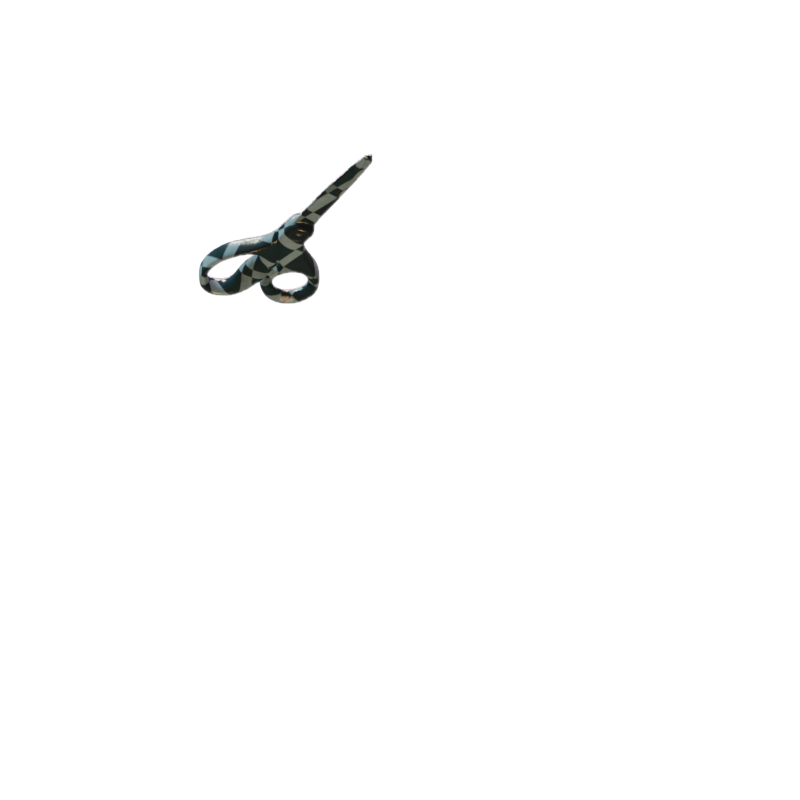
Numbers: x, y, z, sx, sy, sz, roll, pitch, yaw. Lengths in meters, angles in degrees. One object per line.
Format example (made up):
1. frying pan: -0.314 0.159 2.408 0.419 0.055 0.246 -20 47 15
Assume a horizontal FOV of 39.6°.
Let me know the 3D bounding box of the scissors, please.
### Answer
1. scissors: -0.060 -0.110 0.771 0.203 0.017 0.090 -21 -31 40
